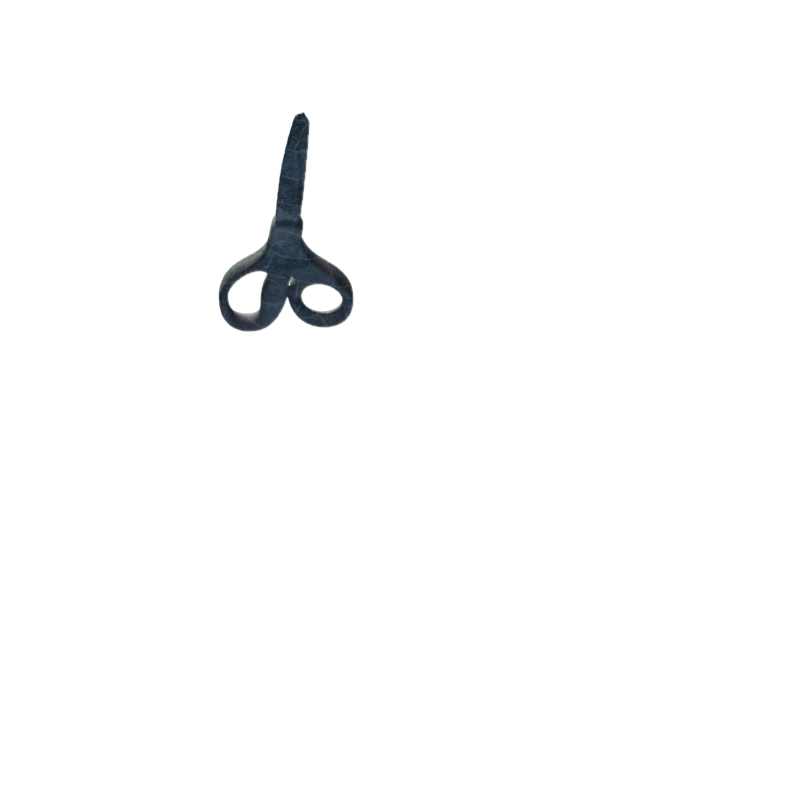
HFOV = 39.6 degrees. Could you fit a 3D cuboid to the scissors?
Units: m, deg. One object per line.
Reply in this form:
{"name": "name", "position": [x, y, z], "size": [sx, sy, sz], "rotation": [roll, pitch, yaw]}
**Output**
{"name": "scissors", "position": [-0.053, -0.096, 0.674], "size": [0.093, 0.017, 0.195], "rotation": [14, -35, -20]}
